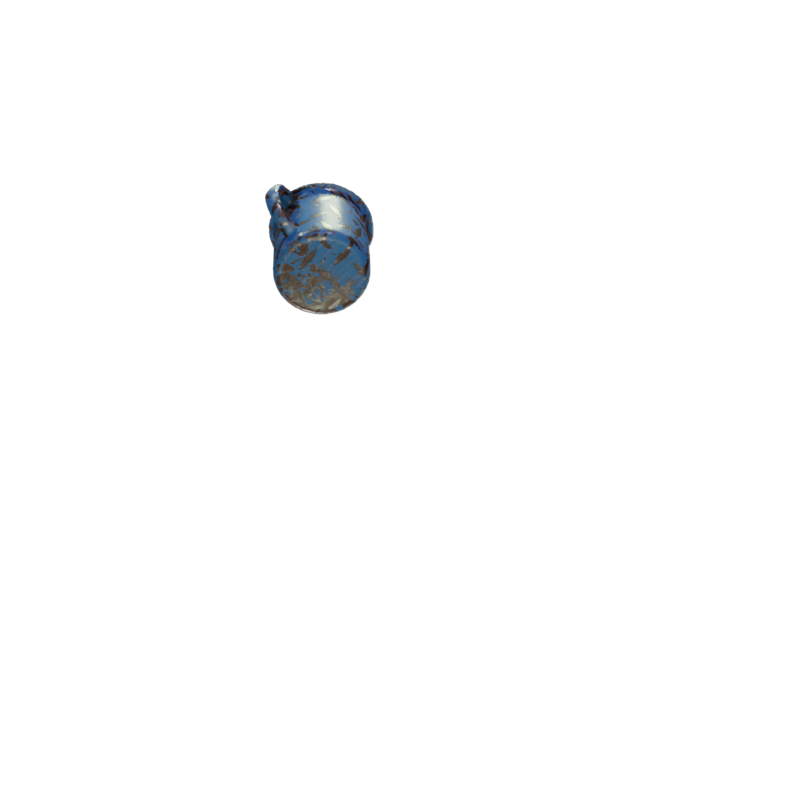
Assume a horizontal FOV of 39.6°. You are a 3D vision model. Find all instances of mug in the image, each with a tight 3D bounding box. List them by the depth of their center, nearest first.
[{"bbox_3d":[-0.074,-0.135,0.943,0.093,0.110,0.087,-30,28,17],"label":"mug"}]
